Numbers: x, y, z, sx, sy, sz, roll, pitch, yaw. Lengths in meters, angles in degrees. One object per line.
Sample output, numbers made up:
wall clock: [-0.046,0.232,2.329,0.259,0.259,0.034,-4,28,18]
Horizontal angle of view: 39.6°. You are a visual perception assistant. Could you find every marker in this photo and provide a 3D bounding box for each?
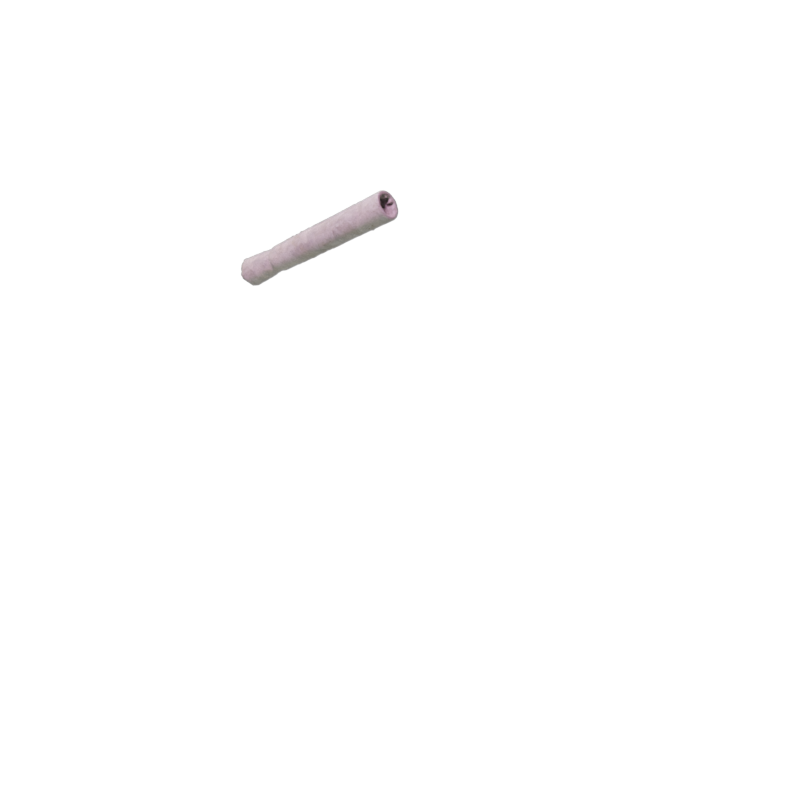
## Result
marker: [-0.053,-0.096,0.673,0.122,0.020,0.019,-20,-9,37]
